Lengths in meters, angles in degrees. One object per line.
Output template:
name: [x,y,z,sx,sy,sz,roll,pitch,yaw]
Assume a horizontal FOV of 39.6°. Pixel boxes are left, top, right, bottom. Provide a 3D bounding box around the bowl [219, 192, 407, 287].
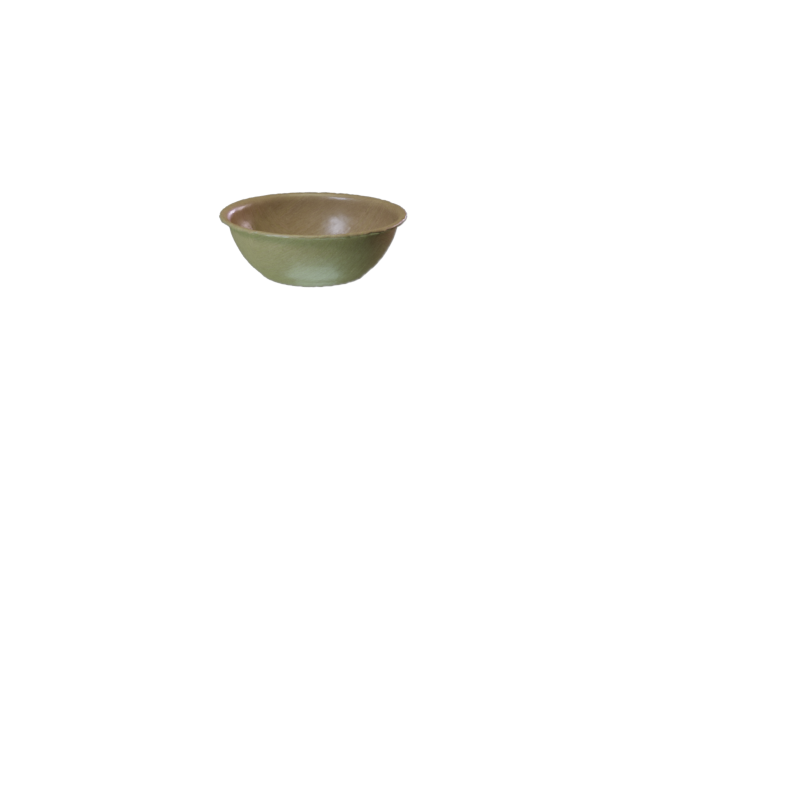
bowl: [-0.075,-0.137,0.960,0.162,0.053,0.170,-1,22,-2]
